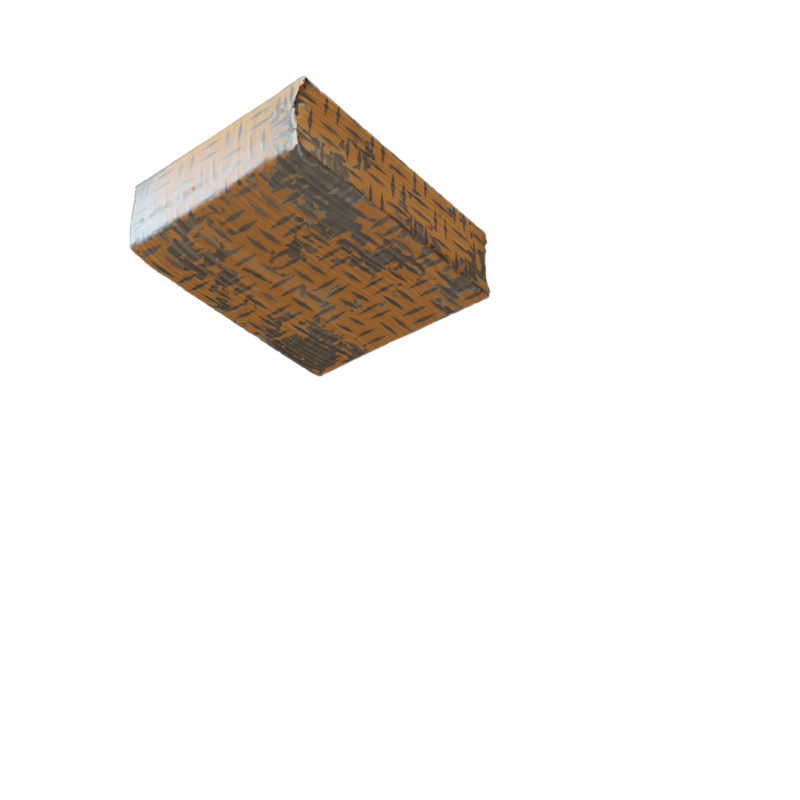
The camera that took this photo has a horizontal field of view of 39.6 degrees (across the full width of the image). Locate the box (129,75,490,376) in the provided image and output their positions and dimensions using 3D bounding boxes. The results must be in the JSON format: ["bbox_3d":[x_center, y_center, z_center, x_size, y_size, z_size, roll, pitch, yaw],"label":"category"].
[{"bbox_3d":[-0.033,-0.061,0.426,0.090,0.042,0.106,-26,-42,32],"label":"box"}]
